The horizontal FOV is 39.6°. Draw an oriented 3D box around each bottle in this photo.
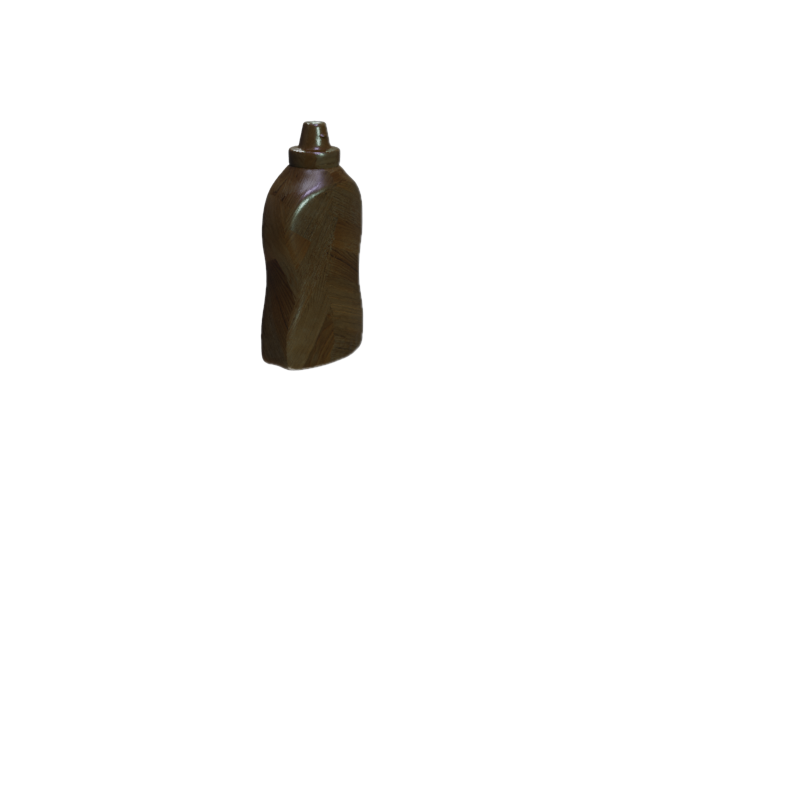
[{"bbox_3d":[-0.069,-0.126,0.885,0.061,0.185,0.094,13,19,39],"label":"bottle"}]
